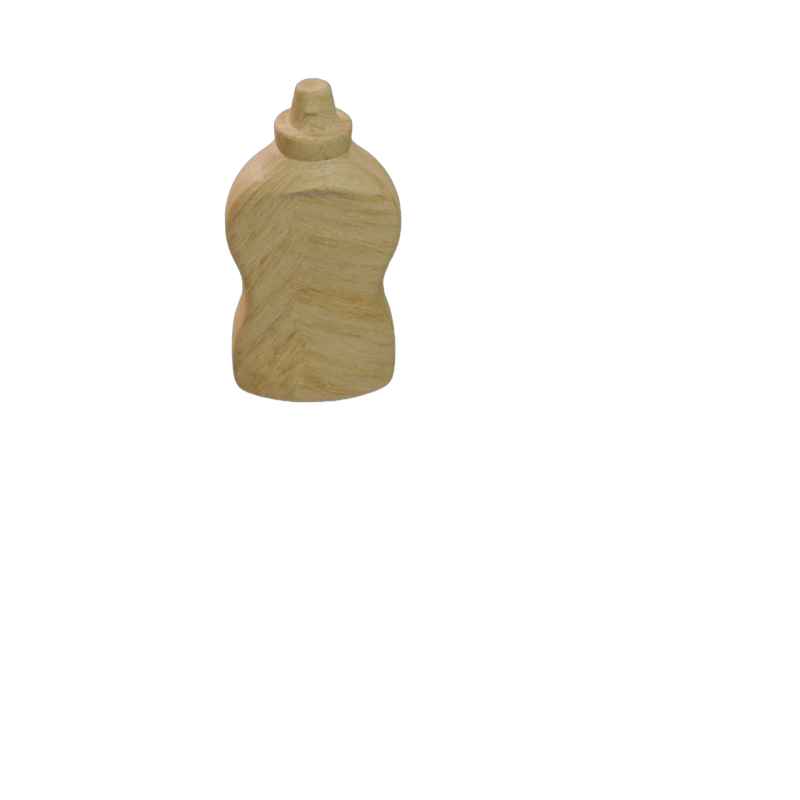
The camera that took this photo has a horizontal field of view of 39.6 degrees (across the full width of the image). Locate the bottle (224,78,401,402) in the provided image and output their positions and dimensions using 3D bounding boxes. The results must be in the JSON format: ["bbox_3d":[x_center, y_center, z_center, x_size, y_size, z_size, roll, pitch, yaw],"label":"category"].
[{"bbox_3d":[-0.048,-0.087,0.614,0.096,0.179,0.062,1,36,-2],"label":"bottle"}]
